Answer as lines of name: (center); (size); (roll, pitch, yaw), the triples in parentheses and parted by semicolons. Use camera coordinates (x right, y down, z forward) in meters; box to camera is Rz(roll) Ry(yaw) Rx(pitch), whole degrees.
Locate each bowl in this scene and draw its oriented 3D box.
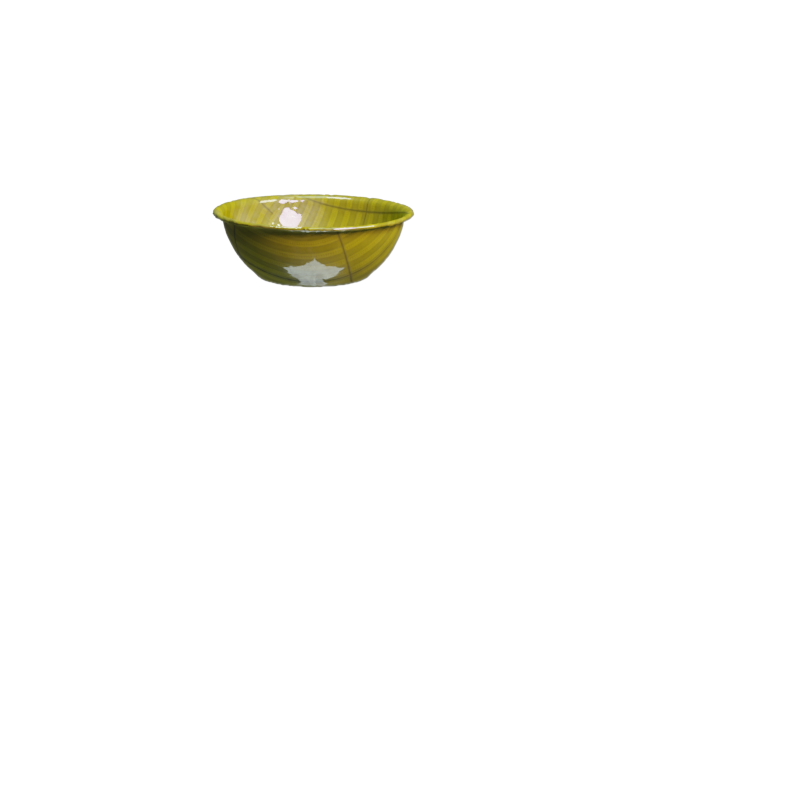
bowl: (-0.070, -0.128, 0.896); (0.162, 0.053, 0.168); (-1, 18, -2)
